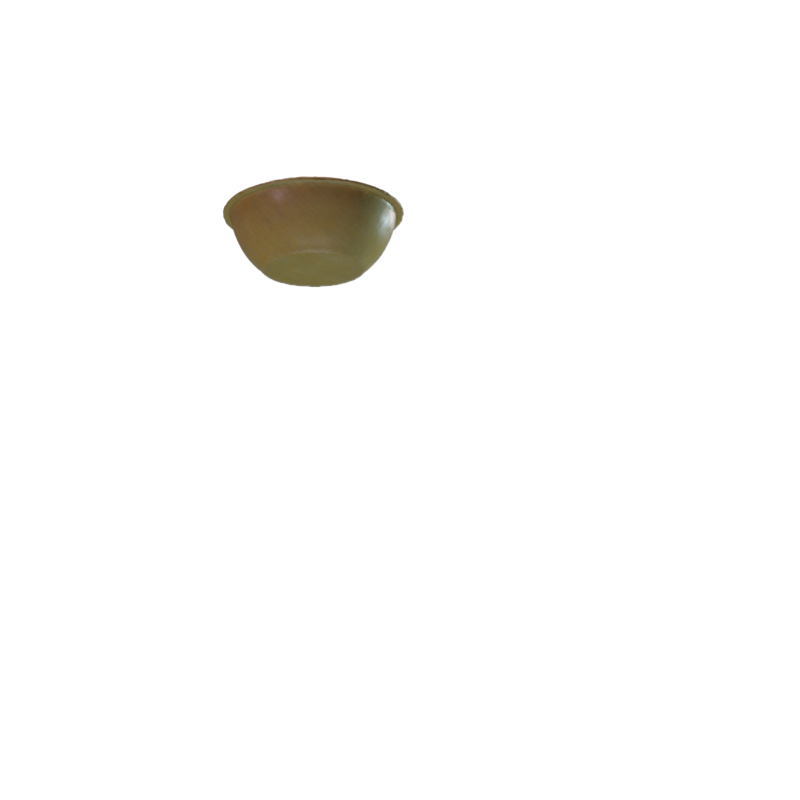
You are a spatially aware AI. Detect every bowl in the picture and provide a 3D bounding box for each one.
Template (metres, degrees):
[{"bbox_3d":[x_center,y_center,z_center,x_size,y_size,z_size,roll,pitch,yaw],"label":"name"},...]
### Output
[{"bbox_3d":[-0.077,-0.140,0.983,0.162,0.057,0.156,0,-15,-2],"label":"bowl"}]
